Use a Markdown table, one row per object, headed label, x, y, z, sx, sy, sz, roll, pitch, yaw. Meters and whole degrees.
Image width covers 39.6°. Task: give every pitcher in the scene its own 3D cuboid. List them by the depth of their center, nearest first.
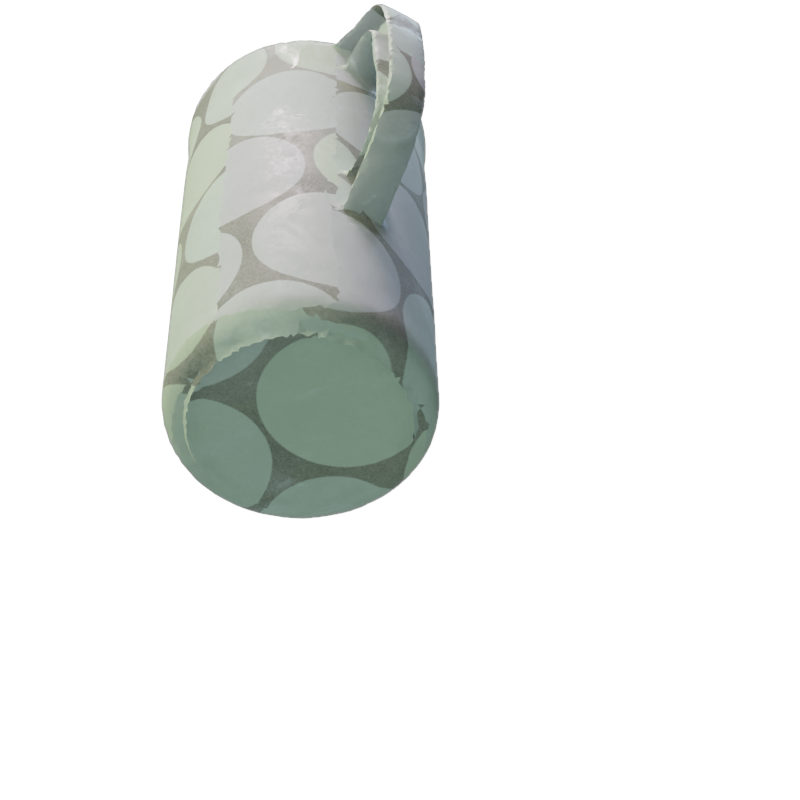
| label | x | y | z | sx | sy | sz | roll | pitch | yaw |
| --- | --- | --- | --- | --- | --- | --- | --- | --- | --- |
| pitcher | -0.041 | -0.074 | 0.519 | 0.146 | 0.139 | 0.260 | -14 | 35 | 7 |
